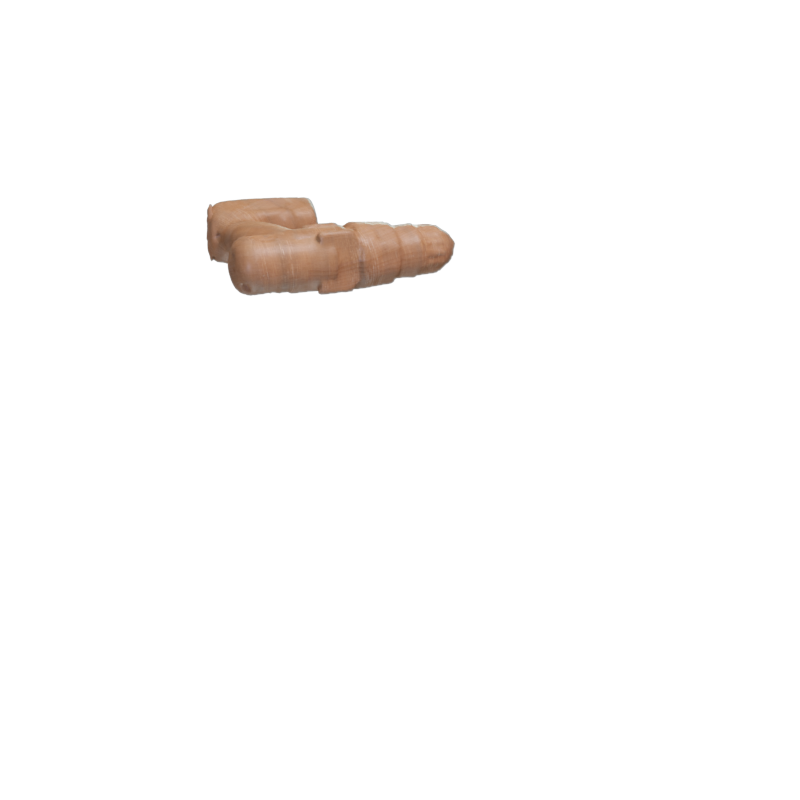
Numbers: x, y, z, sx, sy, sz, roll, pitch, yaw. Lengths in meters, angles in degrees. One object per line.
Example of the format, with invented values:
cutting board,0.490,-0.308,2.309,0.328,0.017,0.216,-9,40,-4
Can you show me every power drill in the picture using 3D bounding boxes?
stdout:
power drill,-0.072,-0.132,0.921,0.180,0.056,0.197,-6,17,-23
